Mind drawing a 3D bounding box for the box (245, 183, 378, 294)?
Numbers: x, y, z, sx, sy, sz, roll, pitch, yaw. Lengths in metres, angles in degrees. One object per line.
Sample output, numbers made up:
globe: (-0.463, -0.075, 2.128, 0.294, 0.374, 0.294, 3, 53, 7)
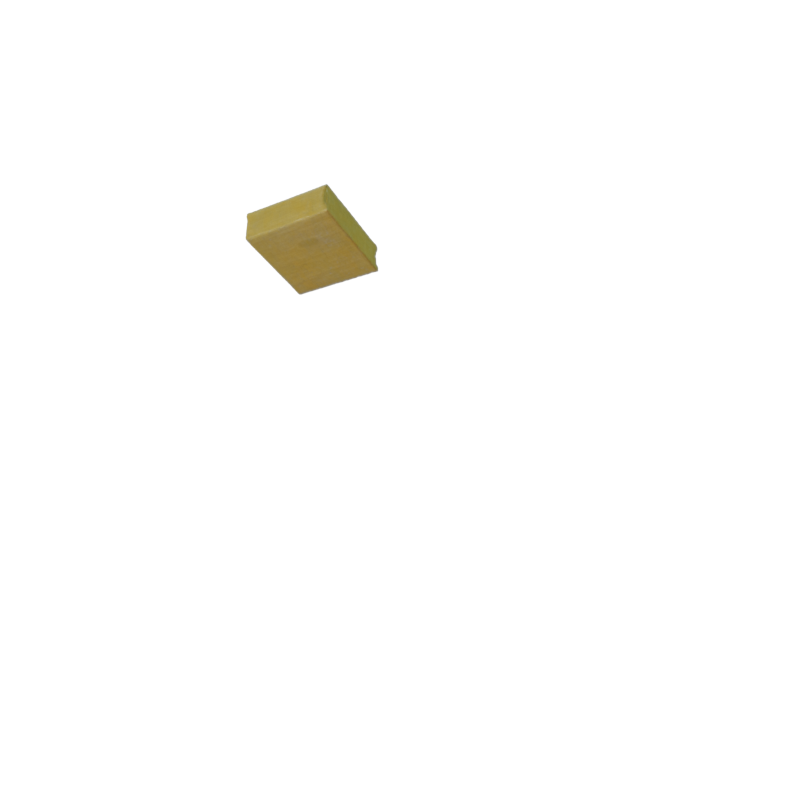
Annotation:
box: (-0.069, -0.125, 0.879, 0.074, 0.032, 0.082, -17, -37, 23)
